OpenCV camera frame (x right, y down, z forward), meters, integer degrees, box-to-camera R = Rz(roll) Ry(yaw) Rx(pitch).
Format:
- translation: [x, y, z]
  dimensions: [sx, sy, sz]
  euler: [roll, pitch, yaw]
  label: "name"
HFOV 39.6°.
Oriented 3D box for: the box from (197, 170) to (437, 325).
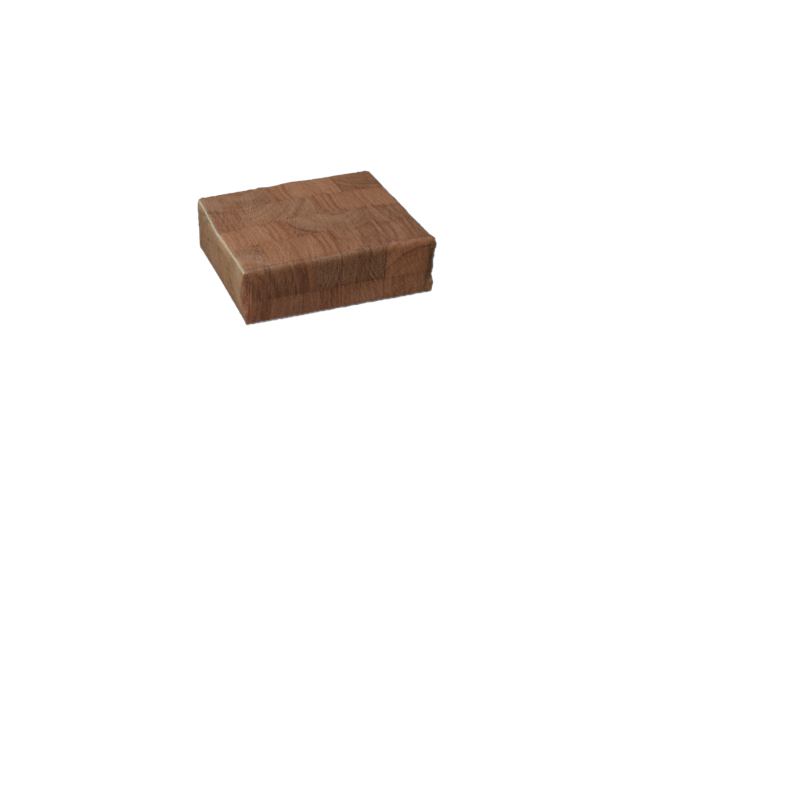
- translation: [-0.039, -0.071, 0.498]
  dimensions: [0.088, 0.028, 0.079]
  euler: [-13, 37, -18]
  label: "box"
